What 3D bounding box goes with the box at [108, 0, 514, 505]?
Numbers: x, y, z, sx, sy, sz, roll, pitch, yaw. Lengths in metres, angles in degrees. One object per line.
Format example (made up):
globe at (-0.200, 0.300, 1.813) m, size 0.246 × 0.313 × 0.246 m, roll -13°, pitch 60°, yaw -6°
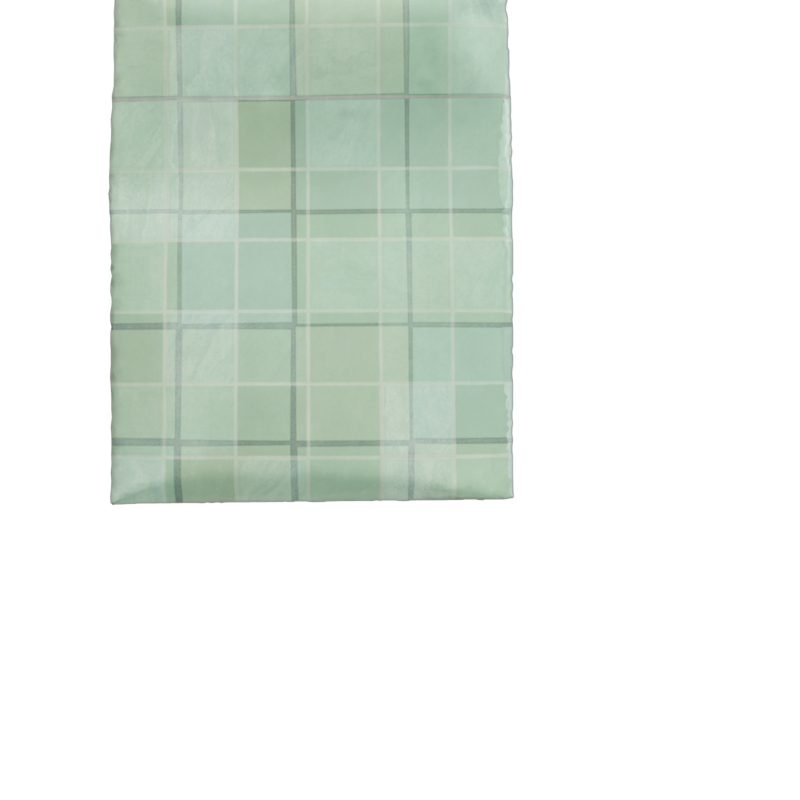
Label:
box at (-0.037, -0.067, 0.468) m, size 0.164 × 0.215 × 0.072 m, roll 0°, pitch -1°, yaw 0°
